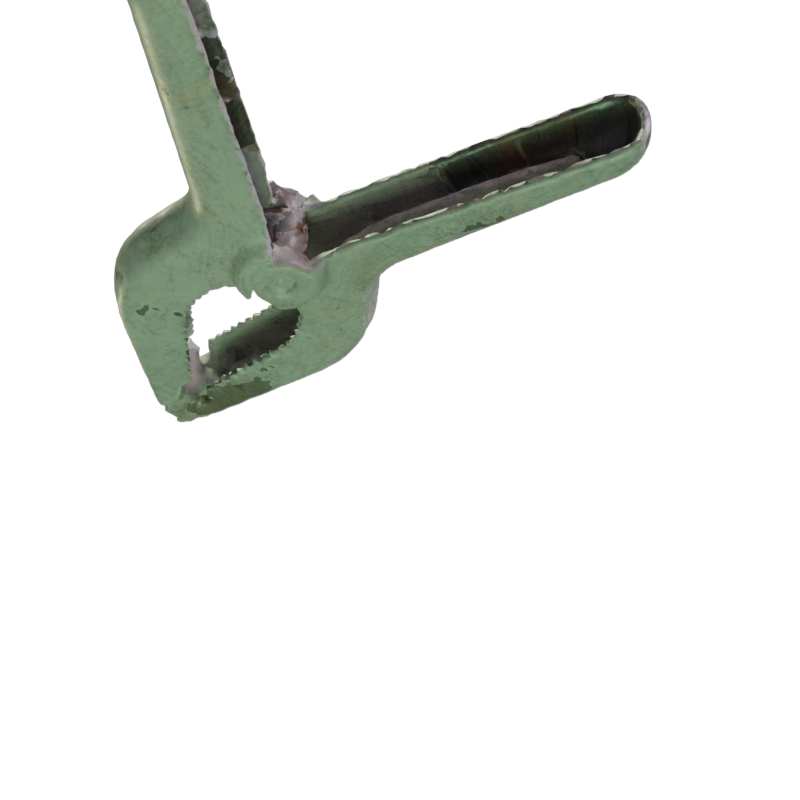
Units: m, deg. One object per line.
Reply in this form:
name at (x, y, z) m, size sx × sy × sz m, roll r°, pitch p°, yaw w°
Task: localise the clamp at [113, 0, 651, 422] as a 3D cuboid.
clamp at (-0.029, -0.054, 0.376) m, size 0.160 × 0.039 × 0.201 m, roll 13°, pitch -38°, yaw -17°
